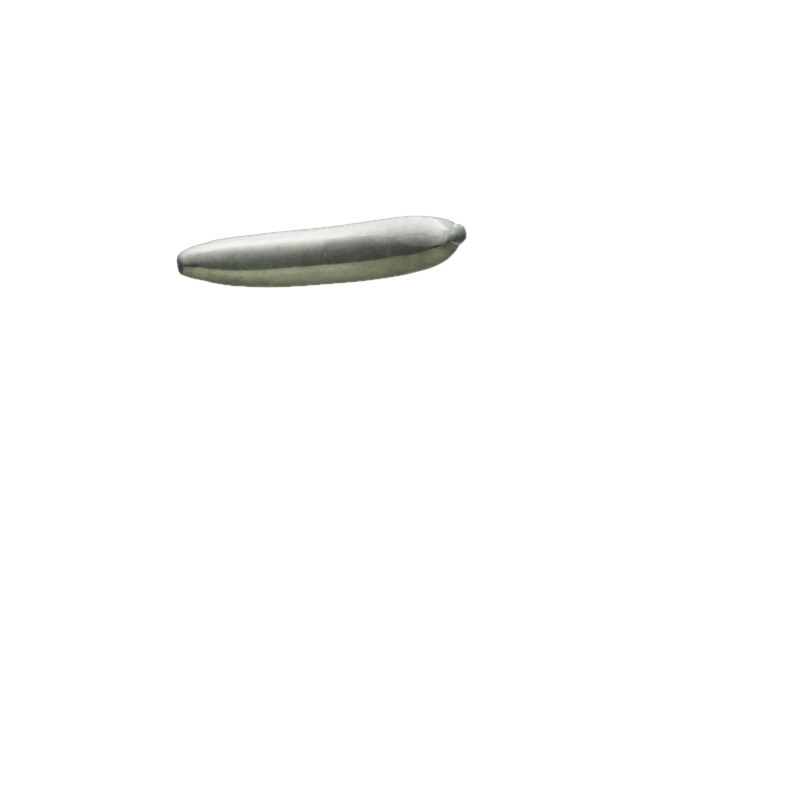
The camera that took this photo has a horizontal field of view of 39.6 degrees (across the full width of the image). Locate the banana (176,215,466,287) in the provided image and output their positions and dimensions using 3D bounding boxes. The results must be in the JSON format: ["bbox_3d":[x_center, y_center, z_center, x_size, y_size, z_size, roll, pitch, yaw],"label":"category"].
[{"bbox_3d":[-0.044,-0.097,0.709,0.202,0.038,0.066,-4,-12,23],"label":"banana"}]
